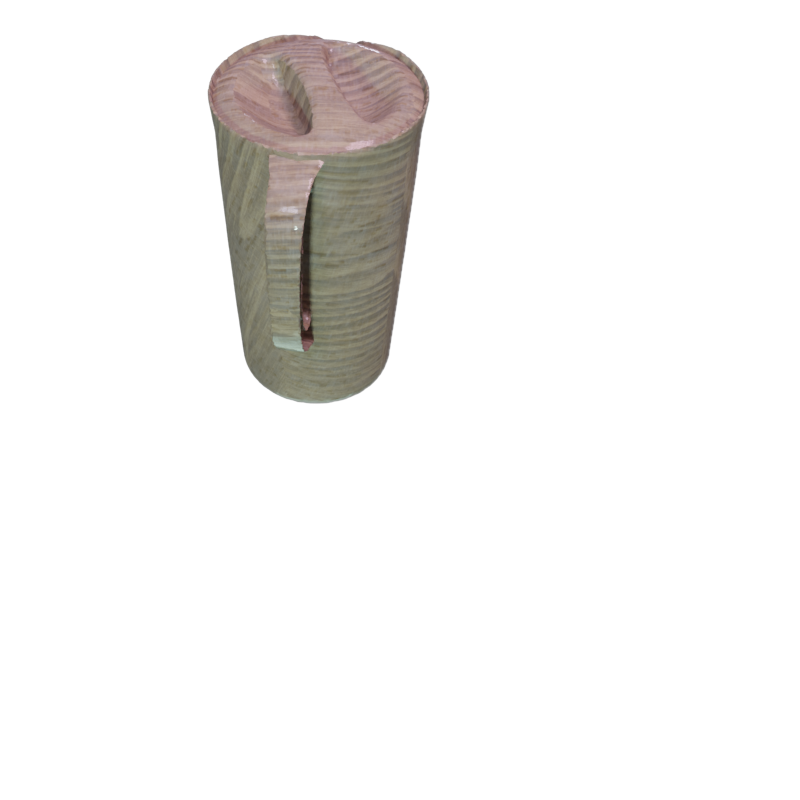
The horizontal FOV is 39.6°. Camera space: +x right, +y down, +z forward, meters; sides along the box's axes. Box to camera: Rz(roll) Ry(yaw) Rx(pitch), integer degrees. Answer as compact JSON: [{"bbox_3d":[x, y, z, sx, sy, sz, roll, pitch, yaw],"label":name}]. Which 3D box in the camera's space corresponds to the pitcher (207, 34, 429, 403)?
[{"bbox_3d":[-0.057,-0.105,0.734,0.149,0.226,0.156,-27,52,-27],"label":"pitcher"}]
